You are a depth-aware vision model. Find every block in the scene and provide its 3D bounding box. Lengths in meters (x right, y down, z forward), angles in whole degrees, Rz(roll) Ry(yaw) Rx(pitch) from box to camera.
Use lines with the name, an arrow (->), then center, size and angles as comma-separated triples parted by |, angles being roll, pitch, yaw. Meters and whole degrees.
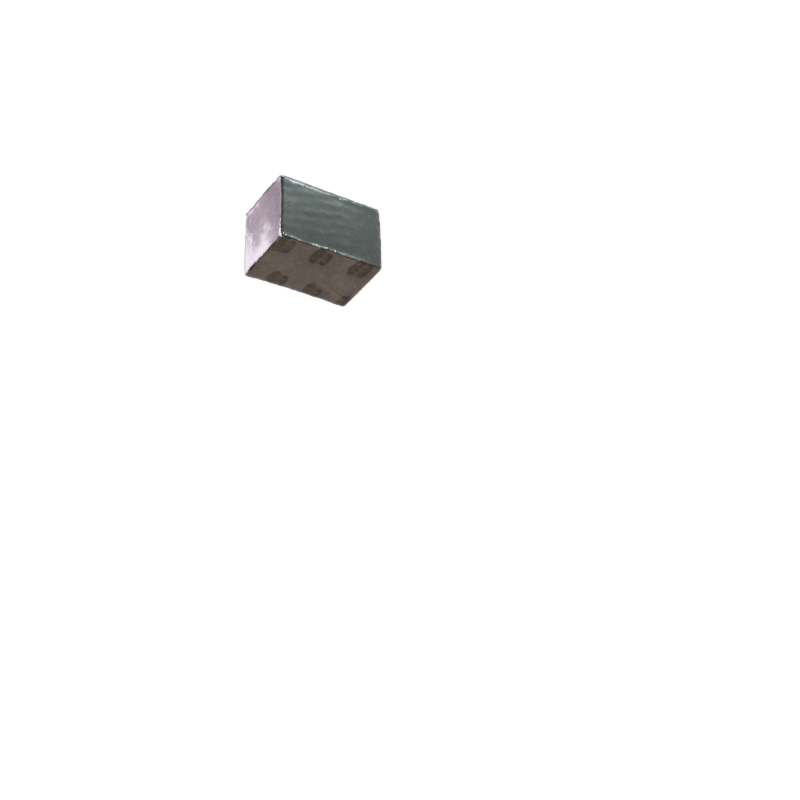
block -> -0.058, -0.105, 0.738 | 0.074, 0.055, 0.052 | 18, -38, -27
